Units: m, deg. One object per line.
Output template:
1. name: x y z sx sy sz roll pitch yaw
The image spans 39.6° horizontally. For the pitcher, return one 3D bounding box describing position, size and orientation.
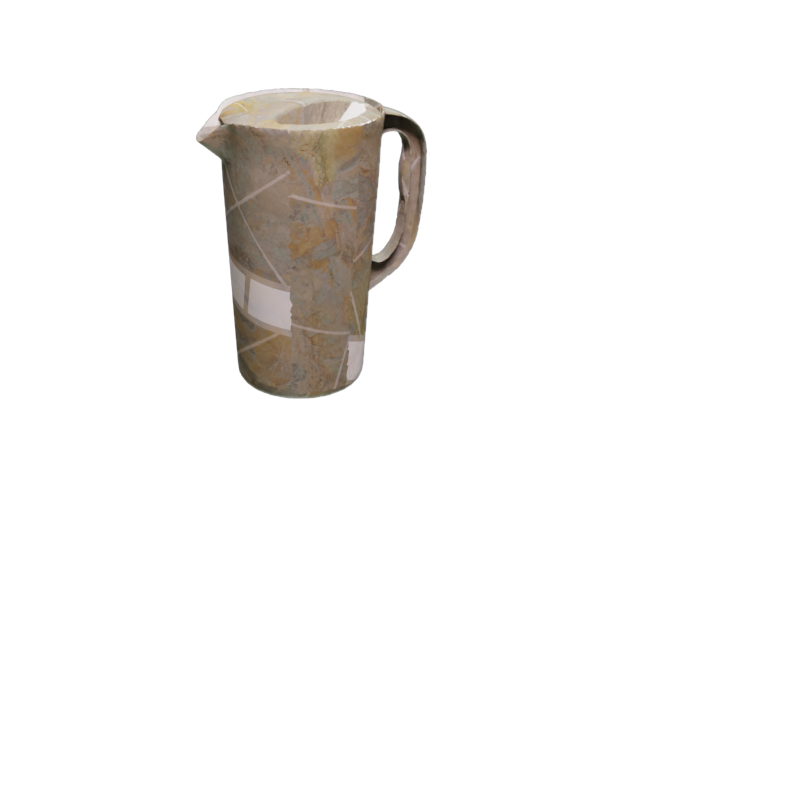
1. pitcher: -0.072 -0.131 0.915 0.155 0.231 0.147 12 26 22
